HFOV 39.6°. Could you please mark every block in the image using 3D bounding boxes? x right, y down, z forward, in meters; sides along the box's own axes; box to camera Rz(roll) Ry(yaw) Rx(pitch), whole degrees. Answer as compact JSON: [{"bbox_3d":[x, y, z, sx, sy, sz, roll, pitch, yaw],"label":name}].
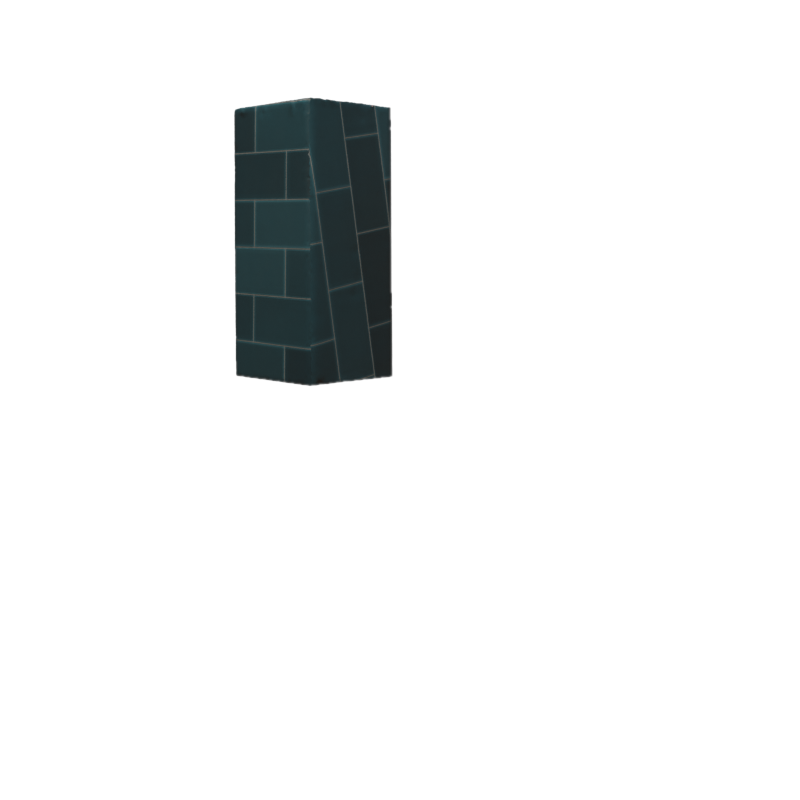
[{"bbox_3d":[-0.067,-0.122,0.851,0.087,0.206,0.094,-1,2,-45],"label":"block"}]
